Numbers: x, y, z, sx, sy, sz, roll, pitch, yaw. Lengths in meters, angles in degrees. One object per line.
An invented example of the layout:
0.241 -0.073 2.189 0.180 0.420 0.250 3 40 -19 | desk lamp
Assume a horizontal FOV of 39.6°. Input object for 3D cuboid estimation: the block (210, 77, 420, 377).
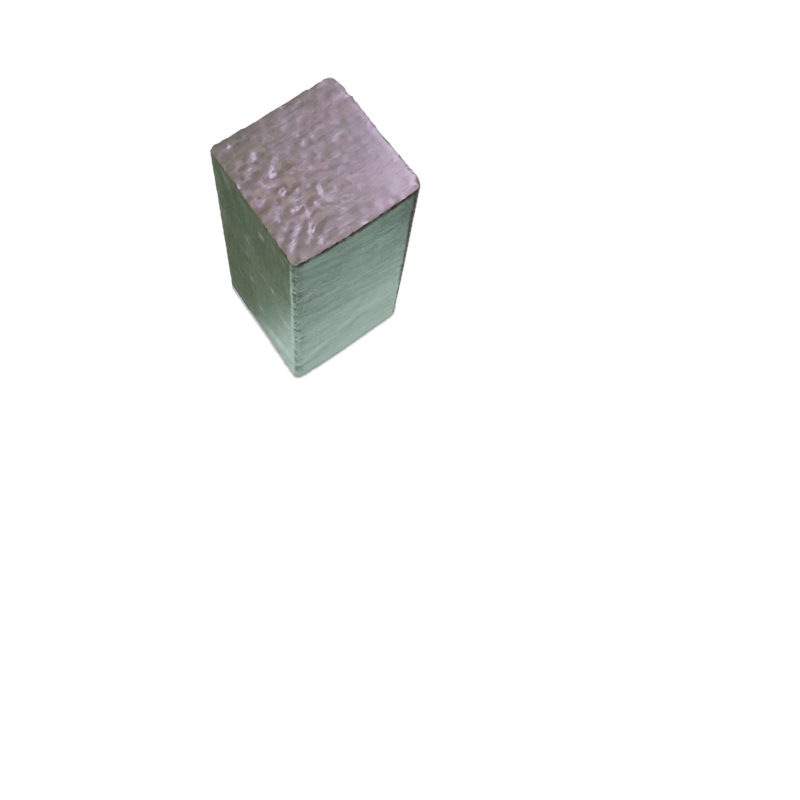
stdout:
-0.055 -0.102 0.716 0.090 0.095 0.197 -34 -13 -13 | block
